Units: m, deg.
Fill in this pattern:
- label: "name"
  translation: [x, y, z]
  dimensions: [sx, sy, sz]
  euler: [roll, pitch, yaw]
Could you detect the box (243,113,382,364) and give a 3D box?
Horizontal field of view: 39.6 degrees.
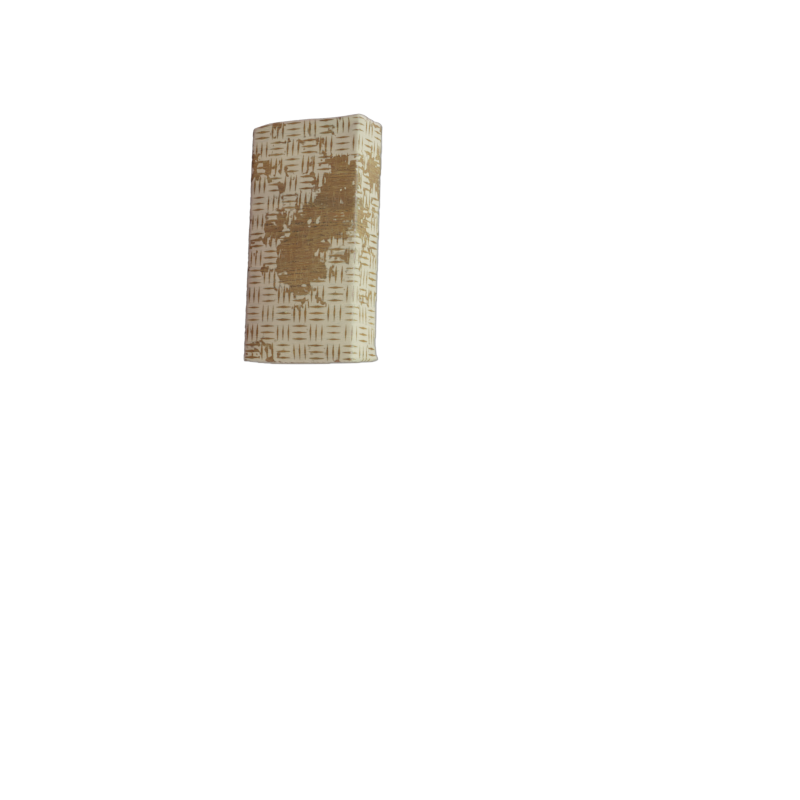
- label: "box"
  translation: [-0.063, -0.115, 0.804]
  dimensions: [0.096, 0.179, 0.046]
  euler: [-3, -6, 27]
